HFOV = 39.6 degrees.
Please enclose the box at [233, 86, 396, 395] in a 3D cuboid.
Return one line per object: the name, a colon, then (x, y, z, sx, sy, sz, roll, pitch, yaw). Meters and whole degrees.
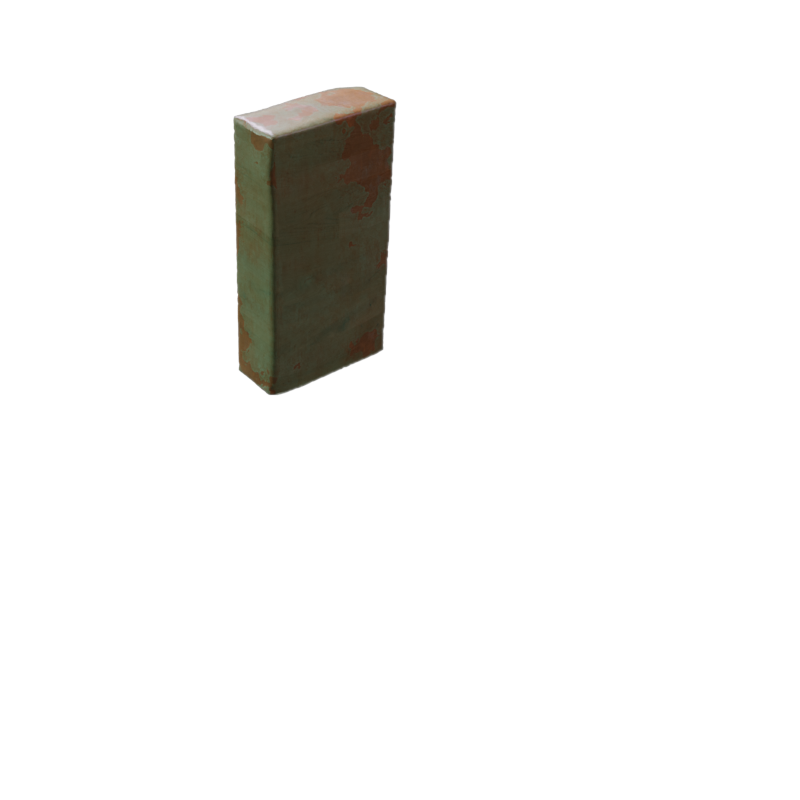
box: (-0.053, -0.096, 0.673, 0.092, 0.166, 0.051, -22, 37, -35)
